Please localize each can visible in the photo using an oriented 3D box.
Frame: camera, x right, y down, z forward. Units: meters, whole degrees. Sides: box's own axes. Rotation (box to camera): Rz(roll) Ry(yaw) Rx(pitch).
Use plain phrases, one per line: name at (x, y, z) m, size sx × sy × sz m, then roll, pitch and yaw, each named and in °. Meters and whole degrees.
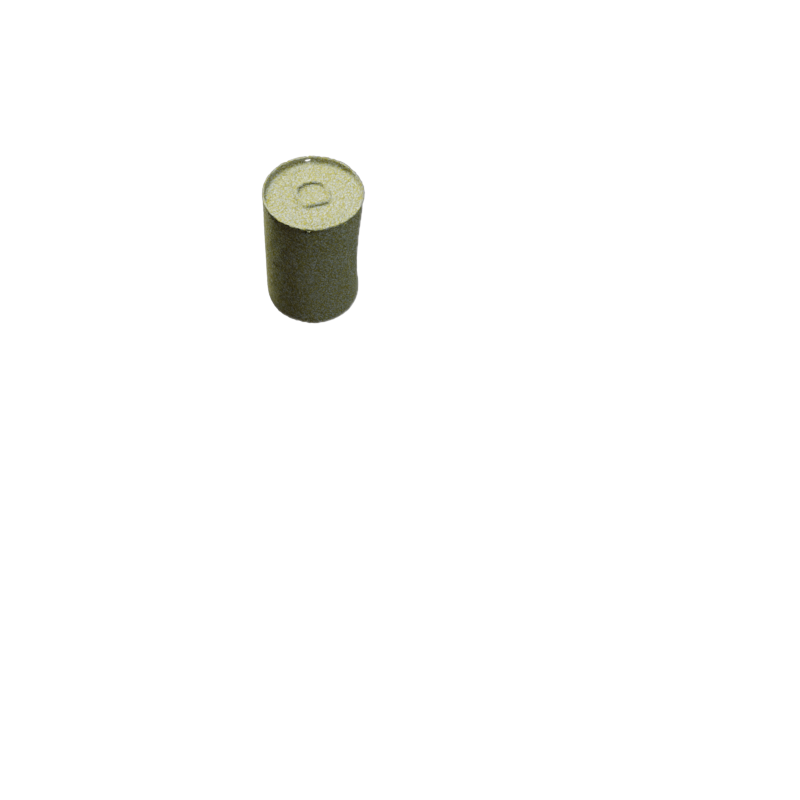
can at (-0.060, -0.110, 0.767) m, size 0.068 × 0.073 × 0.095 m, roll 0°, pitch -37°, yaw -3°
